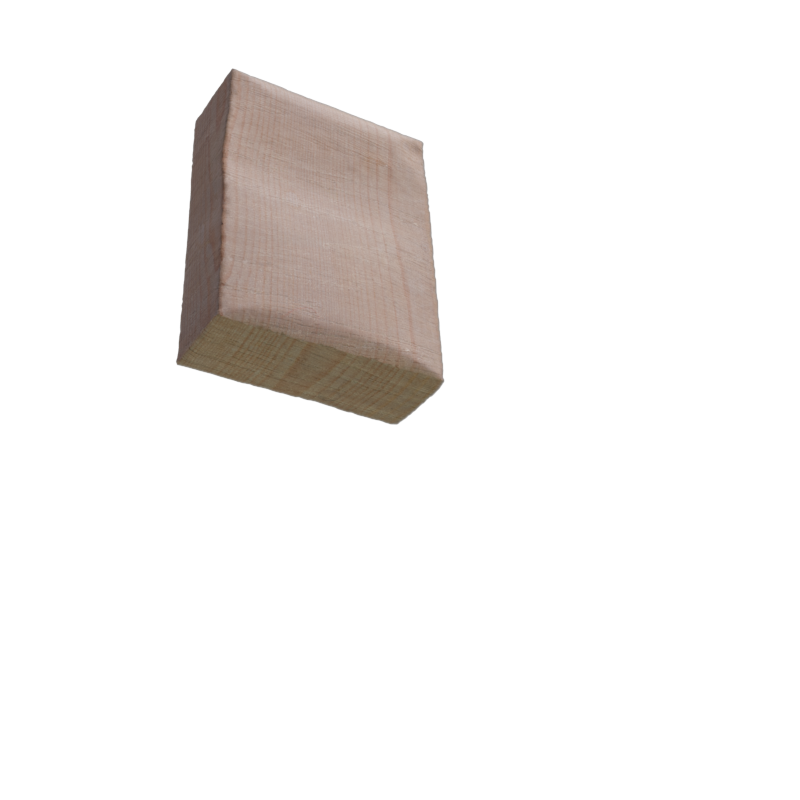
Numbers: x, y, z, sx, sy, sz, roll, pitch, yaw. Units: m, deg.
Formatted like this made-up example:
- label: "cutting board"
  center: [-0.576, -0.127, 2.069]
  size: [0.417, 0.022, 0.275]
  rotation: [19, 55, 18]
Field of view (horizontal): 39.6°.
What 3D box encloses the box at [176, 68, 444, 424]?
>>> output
- label: "box"
  center: [-0.059, -0.108, 0.753]
  size: [0.157, 0.229, 0.070]
  rotation: [16, -39, -24]
